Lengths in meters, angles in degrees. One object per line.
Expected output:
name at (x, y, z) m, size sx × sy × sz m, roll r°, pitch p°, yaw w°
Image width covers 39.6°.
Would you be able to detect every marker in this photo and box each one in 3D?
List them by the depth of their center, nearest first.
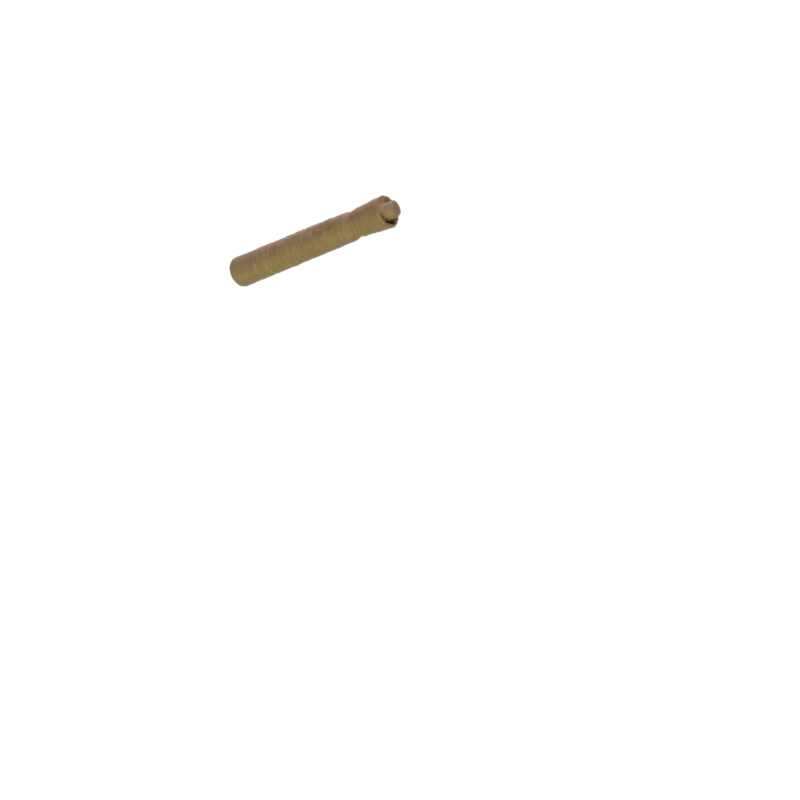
marker at (-0.049, -0.090, 0.631) m, size 0.122 × 0.020 × 0.019 m, roll -16°, pitch -7°, yaw 37°
